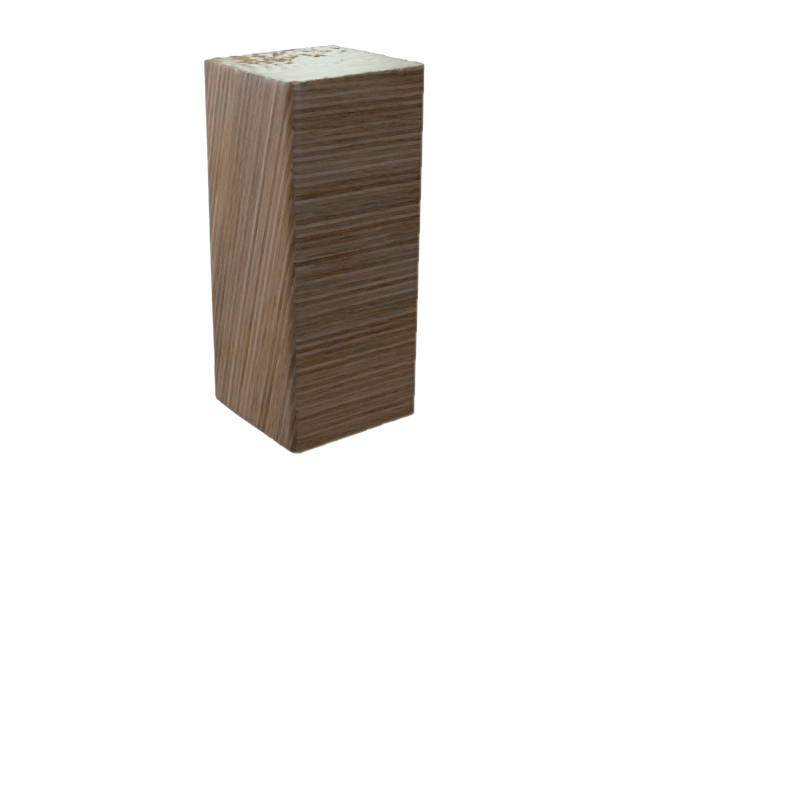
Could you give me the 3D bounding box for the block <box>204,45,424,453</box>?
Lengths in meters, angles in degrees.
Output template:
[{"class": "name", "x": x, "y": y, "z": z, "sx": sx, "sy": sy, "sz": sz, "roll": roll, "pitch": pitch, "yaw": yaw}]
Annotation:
[{"class": "block", "x": -0.049, "y": -0.090, "z": 0.629, "sx": 0.089, "sy": 0.197, "sz": 0.096, "roll": -14, "pitch": 25, "yaw": -35}]
